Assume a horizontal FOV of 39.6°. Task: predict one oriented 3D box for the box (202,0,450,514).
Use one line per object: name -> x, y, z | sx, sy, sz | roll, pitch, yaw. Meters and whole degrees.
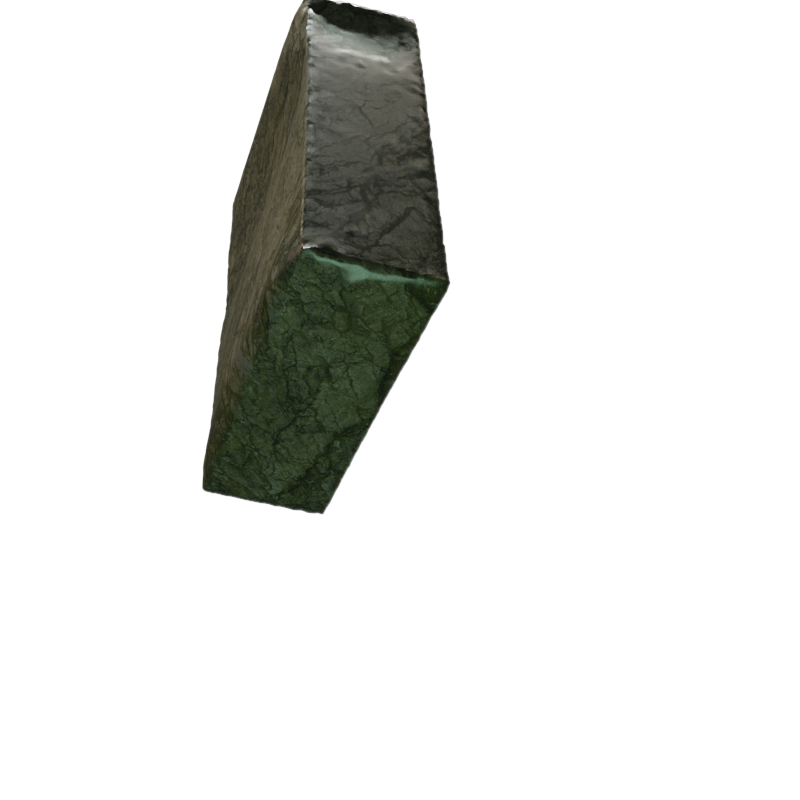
box -> -0.044, -0.080, 0.563 | 0.070, 0.230, 0.157 | 13, -47, -17
